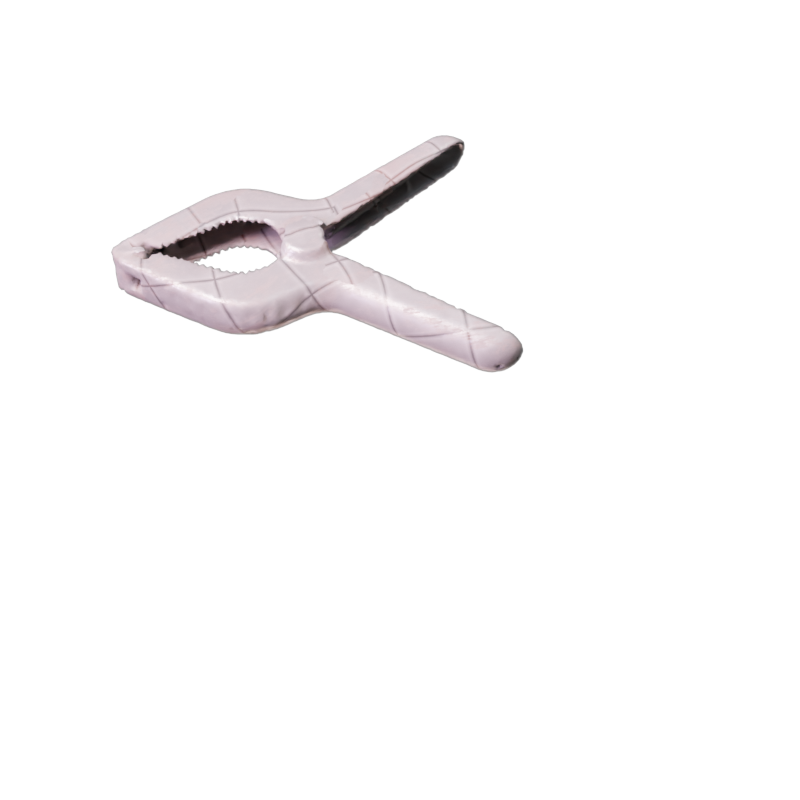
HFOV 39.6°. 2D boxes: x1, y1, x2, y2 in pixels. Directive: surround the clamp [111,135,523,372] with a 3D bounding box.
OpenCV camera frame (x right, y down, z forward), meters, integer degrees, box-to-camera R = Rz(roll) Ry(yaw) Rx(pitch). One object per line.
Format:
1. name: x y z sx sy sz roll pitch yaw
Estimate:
1. clamp: -0.047 -0.086 0.600 0.210 0.176 0.034 0 -41 0
